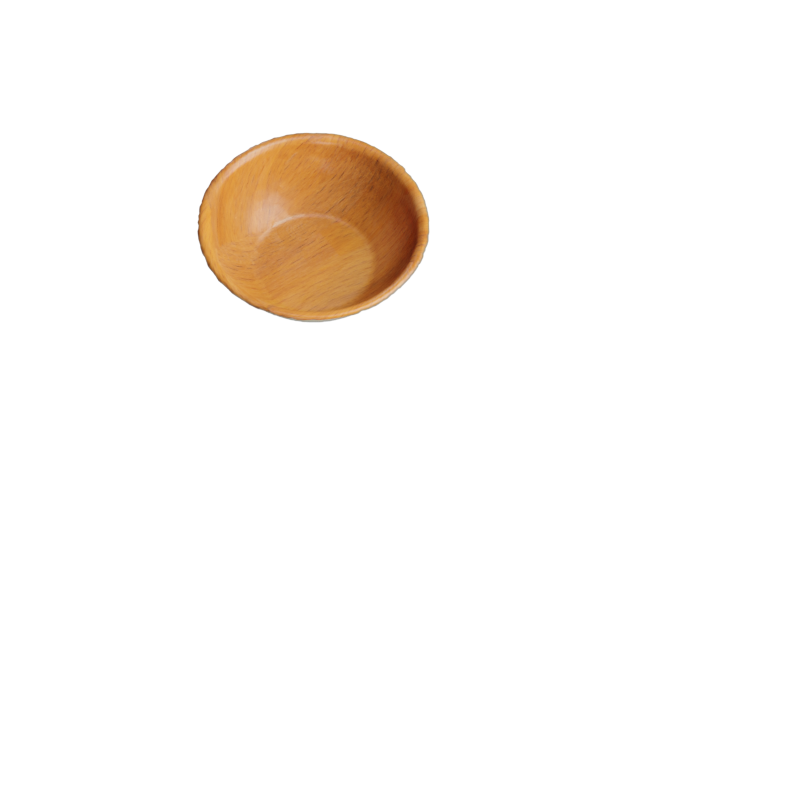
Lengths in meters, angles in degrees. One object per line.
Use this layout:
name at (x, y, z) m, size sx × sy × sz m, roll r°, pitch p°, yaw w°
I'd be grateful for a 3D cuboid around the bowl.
bowl at (-0.062, -0.113, 0.791) m, size 0.162 × 0.173 × 0.051 m, roll -1°, pitch -33°, yaw -1°
